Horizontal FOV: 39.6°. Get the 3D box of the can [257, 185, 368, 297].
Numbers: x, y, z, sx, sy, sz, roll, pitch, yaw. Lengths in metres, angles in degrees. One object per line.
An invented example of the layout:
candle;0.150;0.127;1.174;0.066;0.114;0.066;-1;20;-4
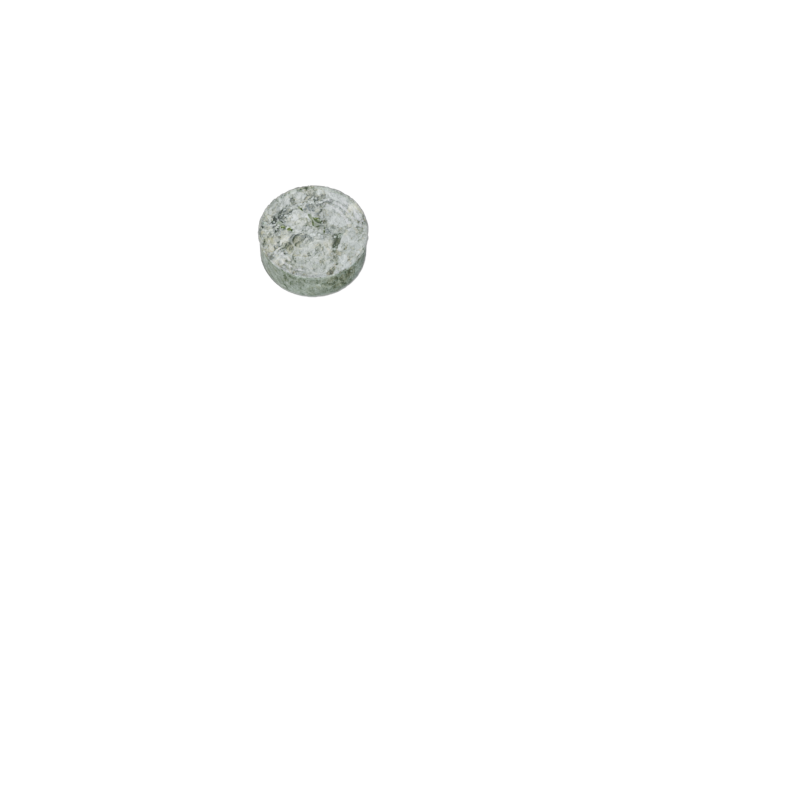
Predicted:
can;-0.068;-0.124;0.870;0.086;0.091;0.031;-1;-30;-1
